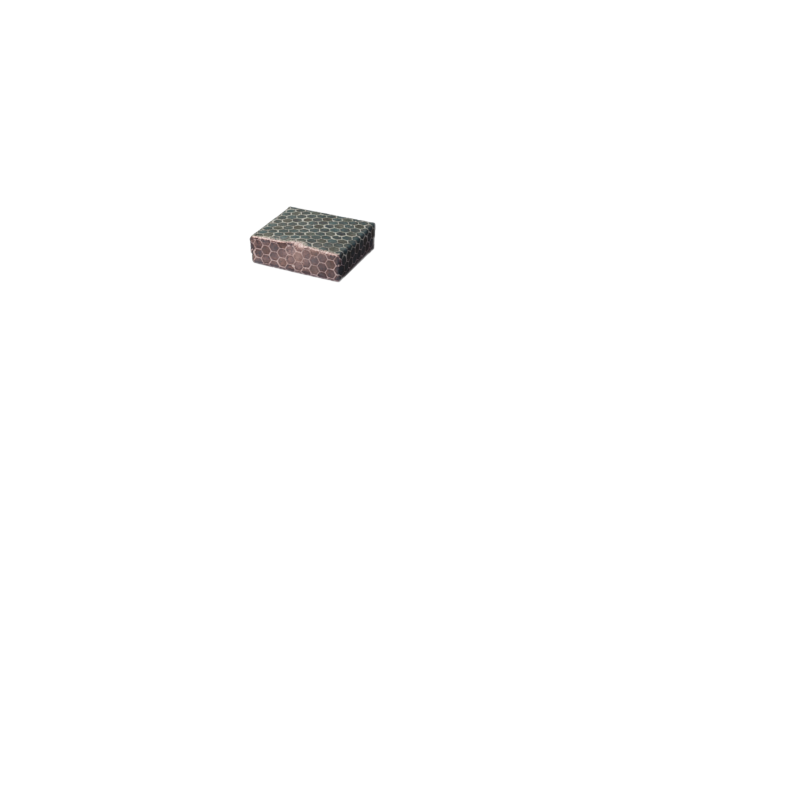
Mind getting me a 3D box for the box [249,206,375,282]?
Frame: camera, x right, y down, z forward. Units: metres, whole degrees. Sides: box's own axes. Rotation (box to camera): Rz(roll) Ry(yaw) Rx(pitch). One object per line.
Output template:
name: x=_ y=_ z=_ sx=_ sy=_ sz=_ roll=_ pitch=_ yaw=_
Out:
box: x=-0.077 y=-0.139 z=0.976 sx=0.093 sy=0.028 sz=0.075 roll=14 pitch=34 yaw=22
